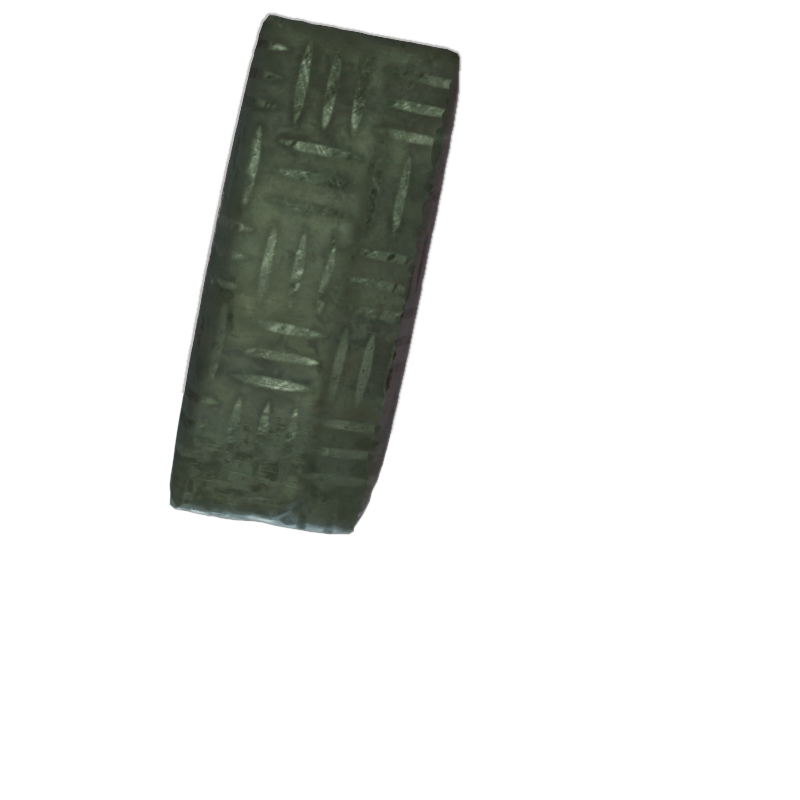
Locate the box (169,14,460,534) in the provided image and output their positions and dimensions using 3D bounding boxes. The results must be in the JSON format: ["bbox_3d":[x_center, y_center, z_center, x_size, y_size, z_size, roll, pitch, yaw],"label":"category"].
[{"bbox_3d":[-0.035,-0.065,0.453,0.071,0.161,0.220,11,12,-7],"label":"box"}]
